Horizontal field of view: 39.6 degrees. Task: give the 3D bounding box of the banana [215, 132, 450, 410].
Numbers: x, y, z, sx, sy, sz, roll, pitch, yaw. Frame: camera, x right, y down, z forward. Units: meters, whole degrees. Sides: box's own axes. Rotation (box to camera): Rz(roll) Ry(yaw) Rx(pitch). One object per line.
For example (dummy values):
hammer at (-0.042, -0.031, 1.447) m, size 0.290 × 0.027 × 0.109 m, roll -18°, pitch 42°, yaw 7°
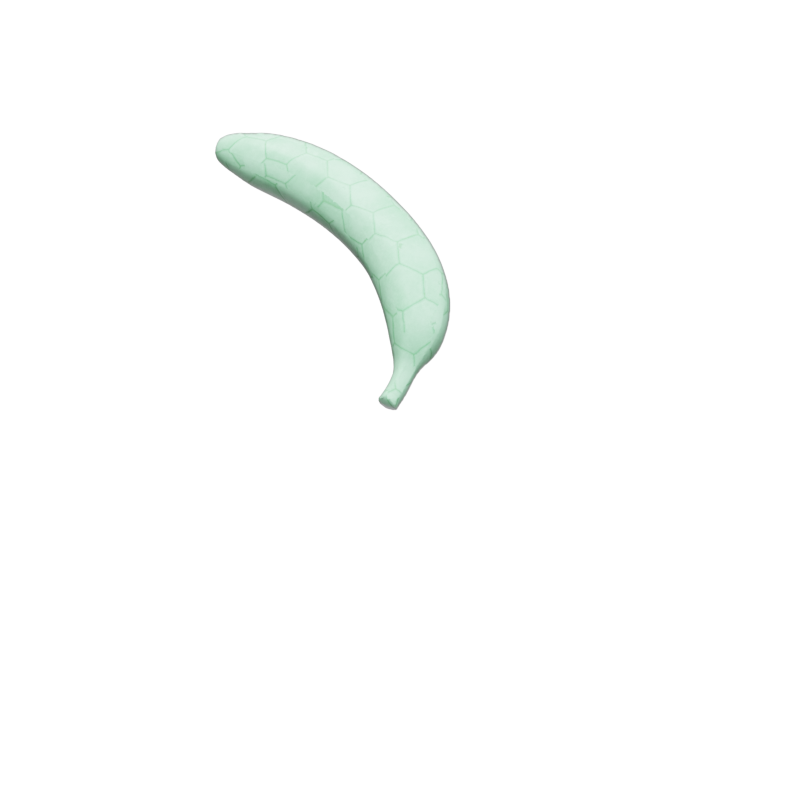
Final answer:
banana at (-0.029, -0.090, 0.597) m, size 0.069 × 0.212 × 0.034 m, roll -24°, pitch -32°, yaw -17°
